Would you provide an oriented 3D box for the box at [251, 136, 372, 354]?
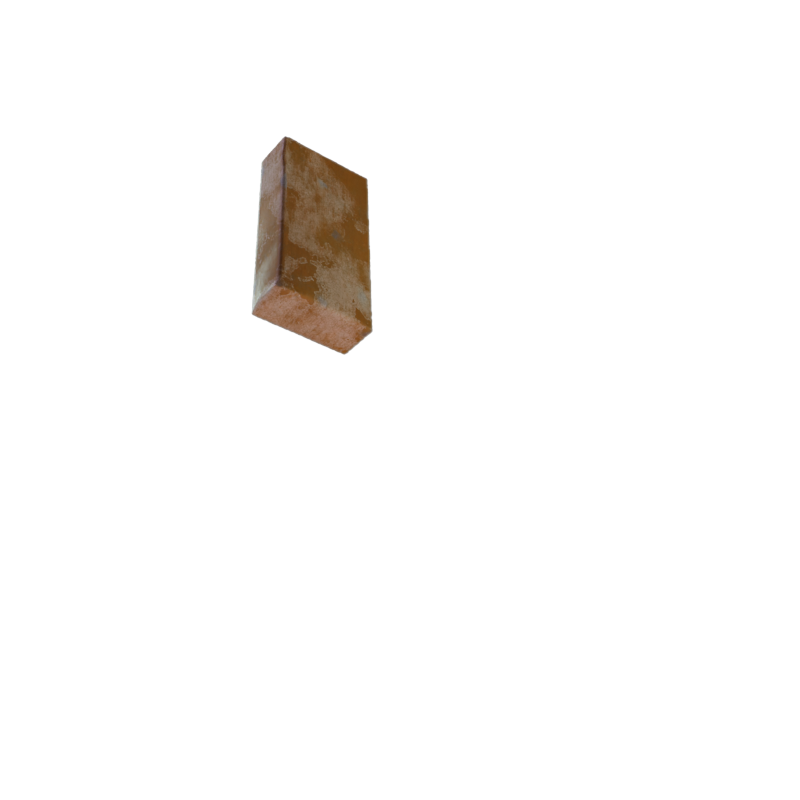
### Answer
[{"bbox_3d":[-0.072,-0.132,0.925,0.089,0.189,0.047,24,-49,-27],"label":"box"}]
